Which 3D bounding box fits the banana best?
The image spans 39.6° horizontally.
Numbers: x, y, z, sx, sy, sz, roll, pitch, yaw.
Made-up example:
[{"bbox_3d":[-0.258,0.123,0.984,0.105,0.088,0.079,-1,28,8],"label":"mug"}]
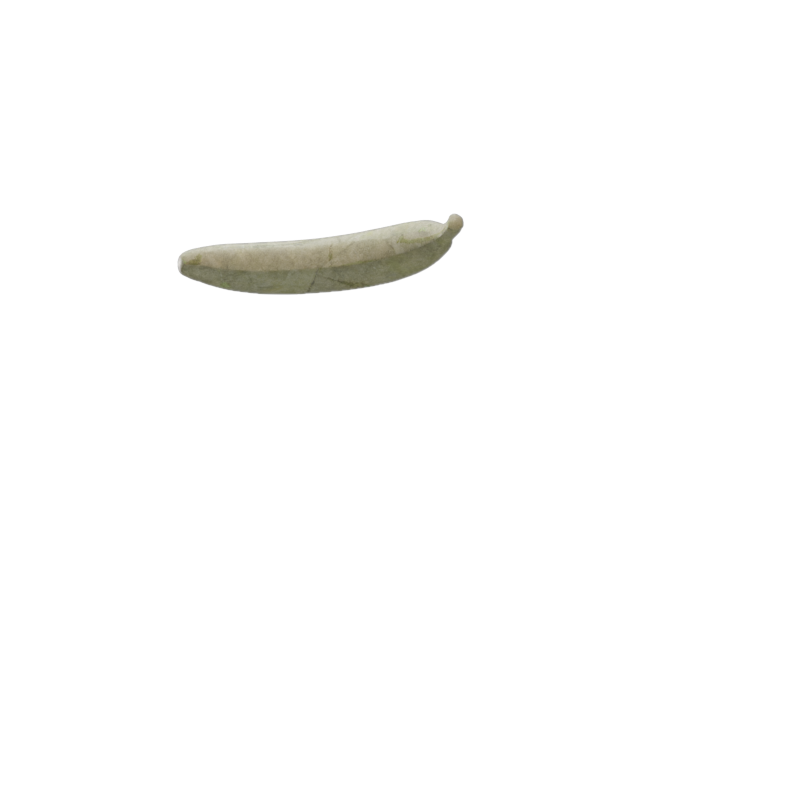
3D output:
[{"bbox_3d":[-0.049,-0.099,0.750,0.200,0.039,0.065,-8,-27,16],"label":"banana"}]
